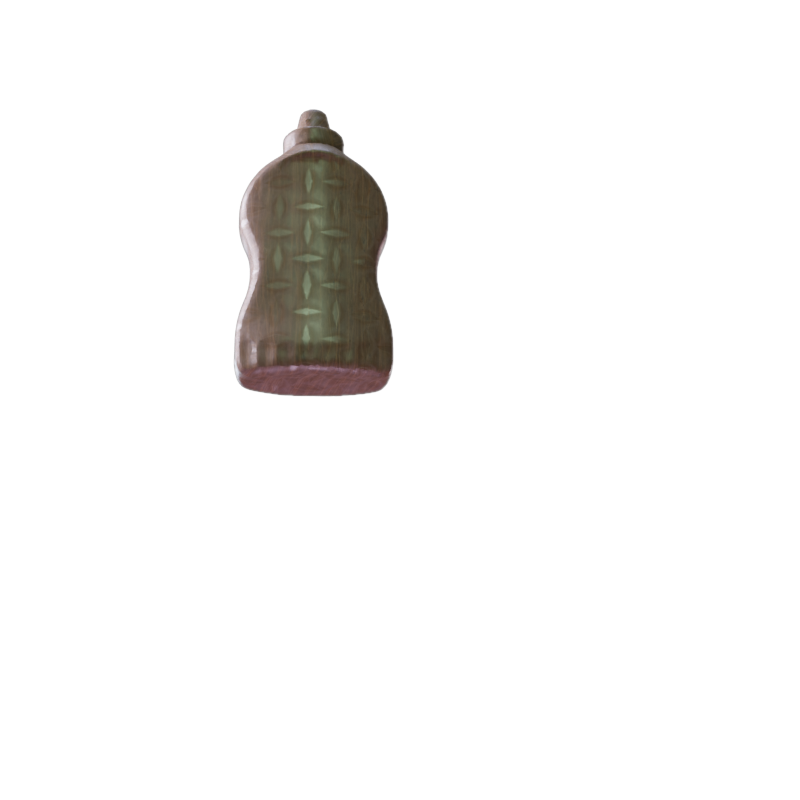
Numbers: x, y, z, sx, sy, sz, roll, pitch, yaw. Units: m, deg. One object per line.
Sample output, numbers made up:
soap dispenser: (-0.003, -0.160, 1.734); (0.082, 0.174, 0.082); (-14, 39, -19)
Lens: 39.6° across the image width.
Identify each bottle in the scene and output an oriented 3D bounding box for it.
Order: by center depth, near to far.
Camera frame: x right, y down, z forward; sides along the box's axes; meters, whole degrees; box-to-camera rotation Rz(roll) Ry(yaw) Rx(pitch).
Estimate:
bottle: (-0.056, -0.101, 0.709); (0.096, 0.202, 0.055); (-1, -24, -2)
